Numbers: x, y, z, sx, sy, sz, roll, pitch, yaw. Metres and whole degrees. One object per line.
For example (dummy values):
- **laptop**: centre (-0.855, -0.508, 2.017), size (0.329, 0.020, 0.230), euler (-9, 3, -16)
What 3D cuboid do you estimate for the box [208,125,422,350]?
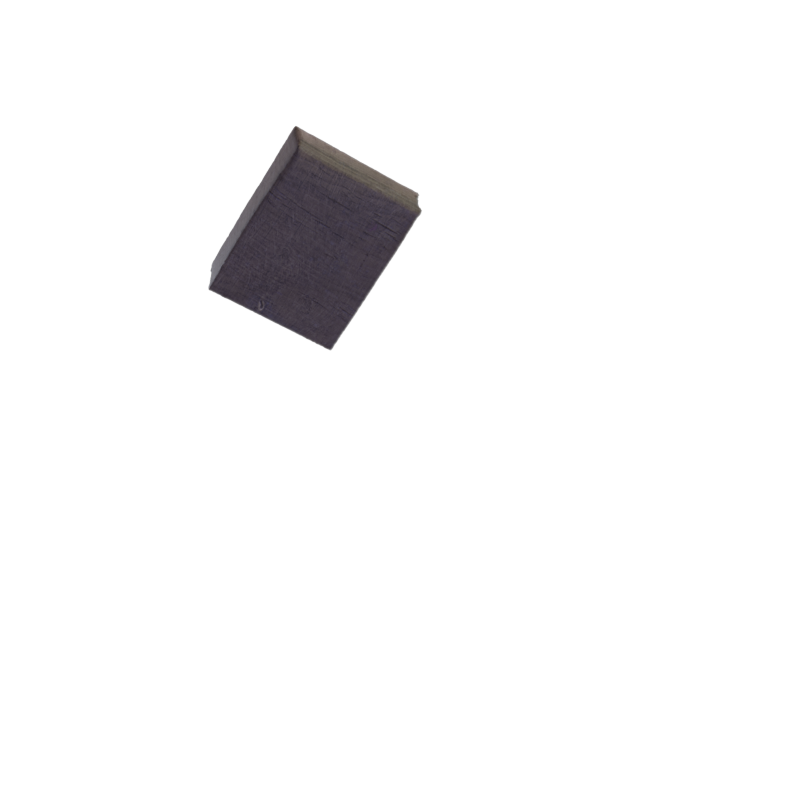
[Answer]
- **box**: centre (-0.054, -0.098, 0.684), size (0.087, 0.110, 0.041), euler (28, 25, -15)
